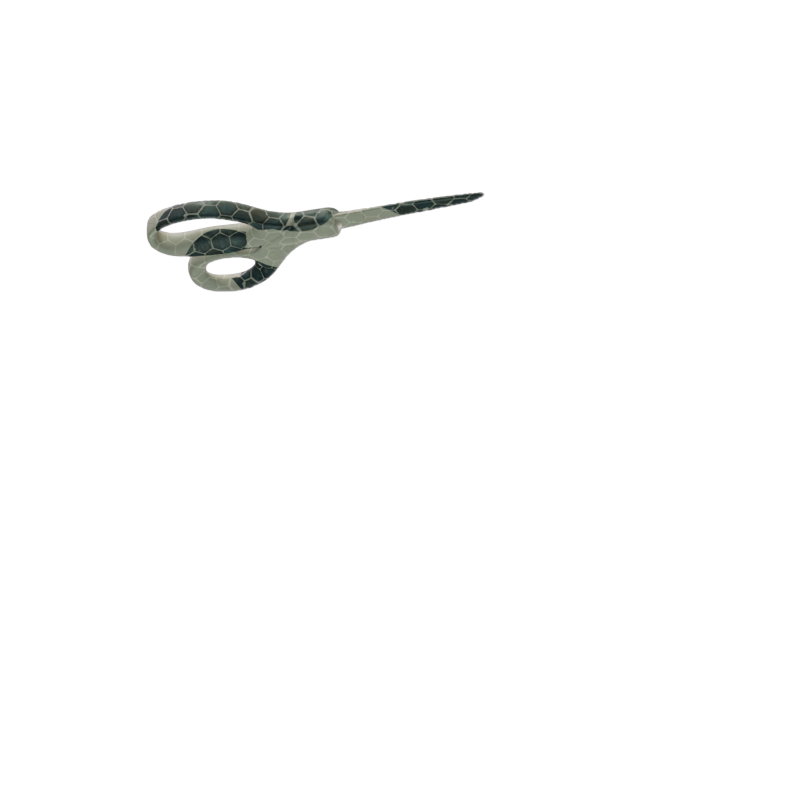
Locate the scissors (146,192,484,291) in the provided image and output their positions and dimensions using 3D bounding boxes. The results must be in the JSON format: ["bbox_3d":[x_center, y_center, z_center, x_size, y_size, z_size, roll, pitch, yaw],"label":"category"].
[{"bbox_3d":[-0.054,-0.098,0.684,0.202,0.017,0.090,-1,-27,1],"label":"scissors"}]
